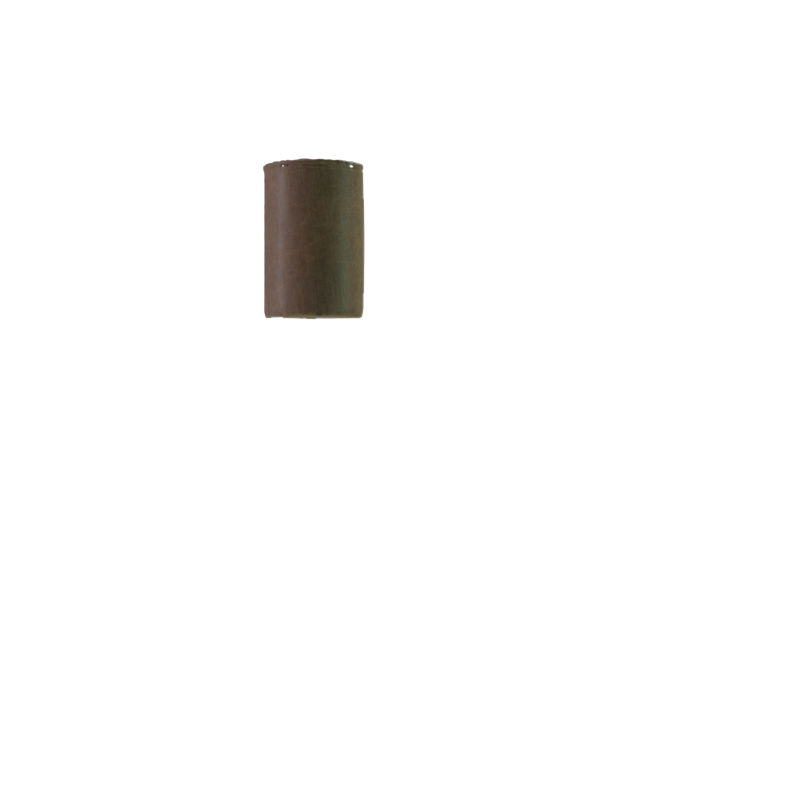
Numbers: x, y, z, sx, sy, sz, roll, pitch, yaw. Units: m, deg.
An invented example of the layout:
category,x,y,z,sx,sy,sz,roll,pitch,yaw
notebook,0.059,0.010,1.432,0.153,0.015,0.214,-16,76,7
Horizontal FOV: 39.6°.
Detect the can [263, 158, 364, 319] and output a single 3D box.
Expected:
category,x,y,z,sx,sy,sz,roll,pitch,yaw
can,-0.058,-0.106,0.742,0.068,0.103,0.068,0,-3,-2
